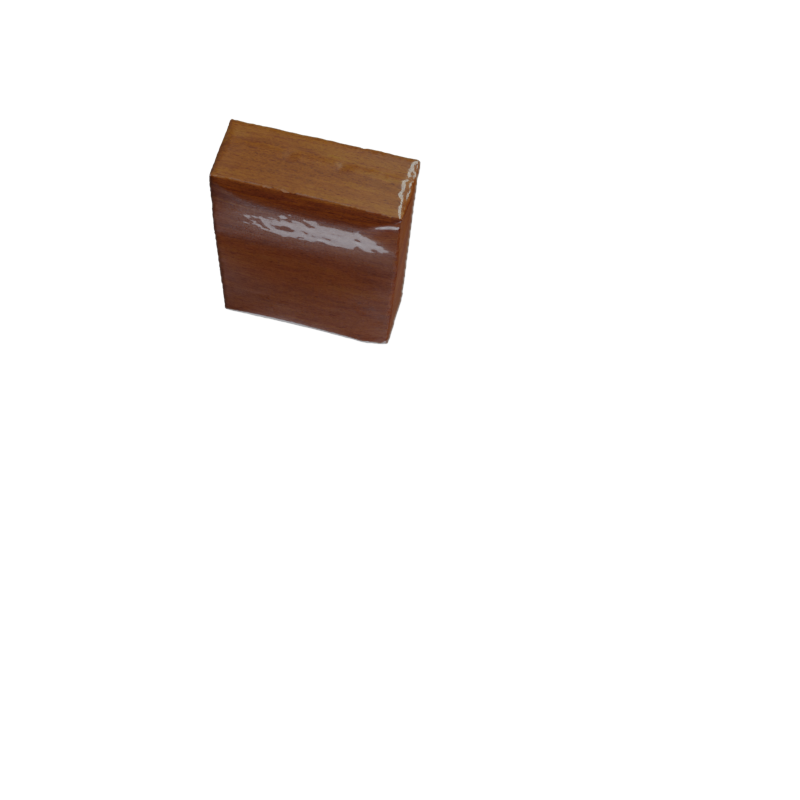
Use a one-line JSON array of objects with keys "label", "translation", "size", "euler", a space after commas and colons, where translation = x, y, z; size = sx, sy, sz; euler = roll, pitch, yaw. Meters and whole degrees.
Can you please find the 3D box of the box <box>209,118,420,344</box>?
[{"label": "box", "translation": [-0.076, -0.139, 0.976], "size": [0.166, 0.075, 0.201], "euler": [14, -27, 5]}]
